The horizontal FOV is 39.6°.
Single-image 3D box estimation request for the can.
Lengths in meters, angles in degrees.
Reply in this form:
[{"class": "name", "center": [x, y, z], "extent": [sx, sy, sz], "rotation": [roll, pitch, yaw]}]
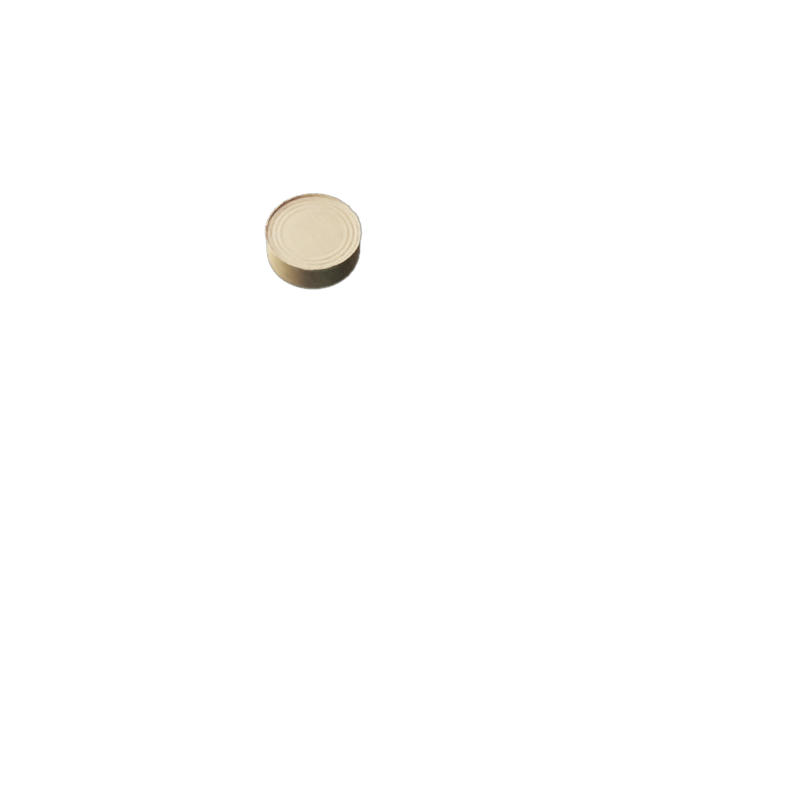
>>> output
[{"class": "can", "center": [-0.077, -0.141, 0.988], "extent": [0.086, 0.092, 0.031], "rotation": [-1, -35, -1]}]
